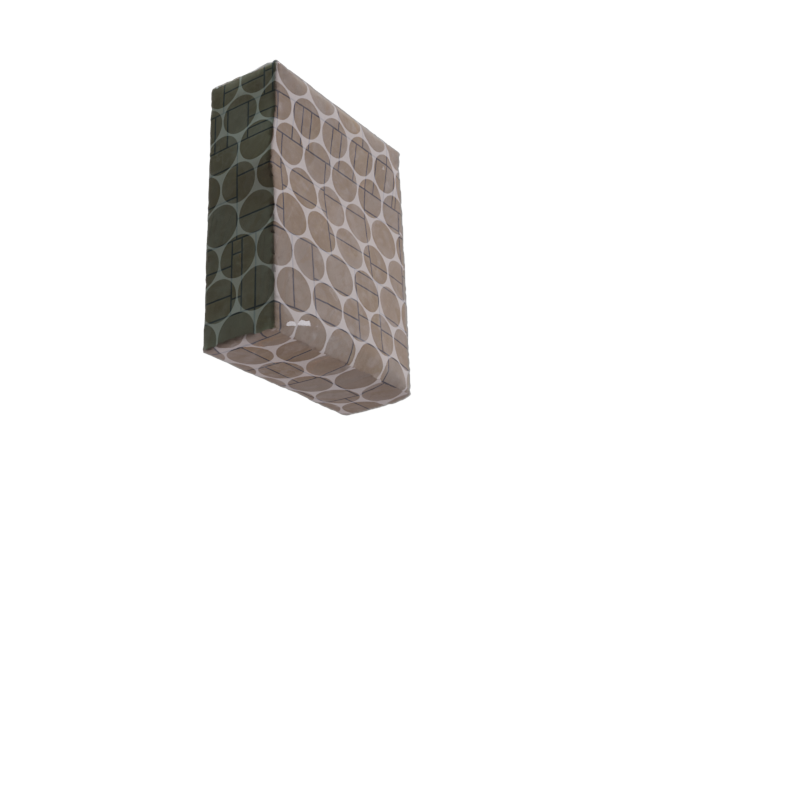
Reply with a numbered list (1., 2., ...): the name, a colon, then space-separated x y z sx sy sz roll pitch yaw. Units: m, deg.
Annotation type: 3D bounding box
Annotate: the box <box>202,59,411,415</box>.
1. box: -0.063 -0.115 0.809 0.073 0.226 0.153 -19 -30 31
